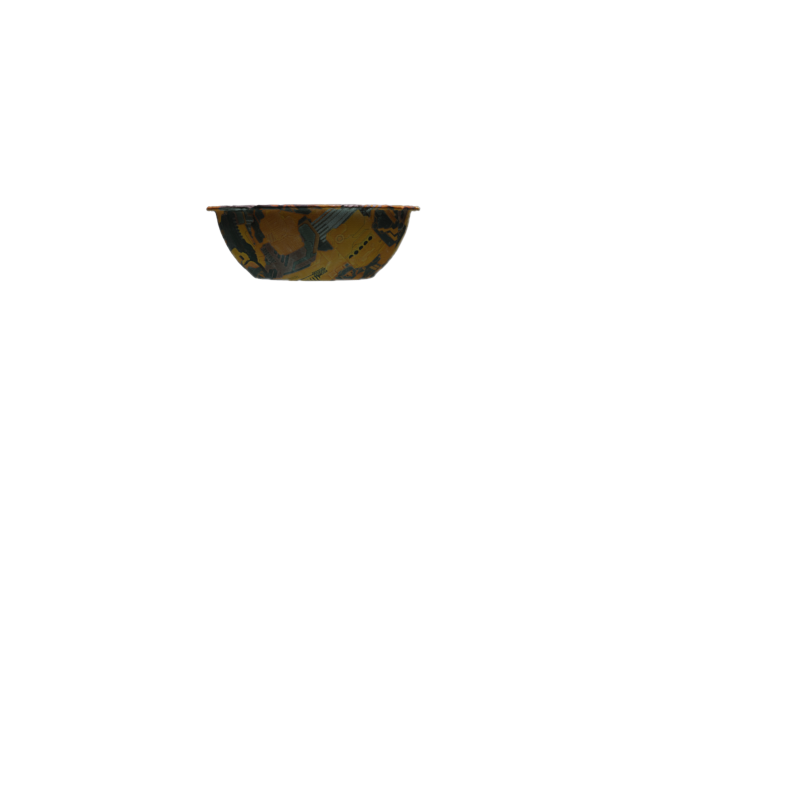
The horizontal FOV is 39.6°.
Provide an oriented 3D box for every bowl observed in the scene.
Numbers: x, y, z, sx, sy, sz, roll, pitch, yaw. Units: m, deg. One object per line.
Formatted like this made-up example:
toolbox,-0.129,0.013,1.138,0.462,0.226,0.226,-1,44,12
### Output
bowl,-0.066,-0.120,0.839,0.162,0.054,0.164,0,9,-2
